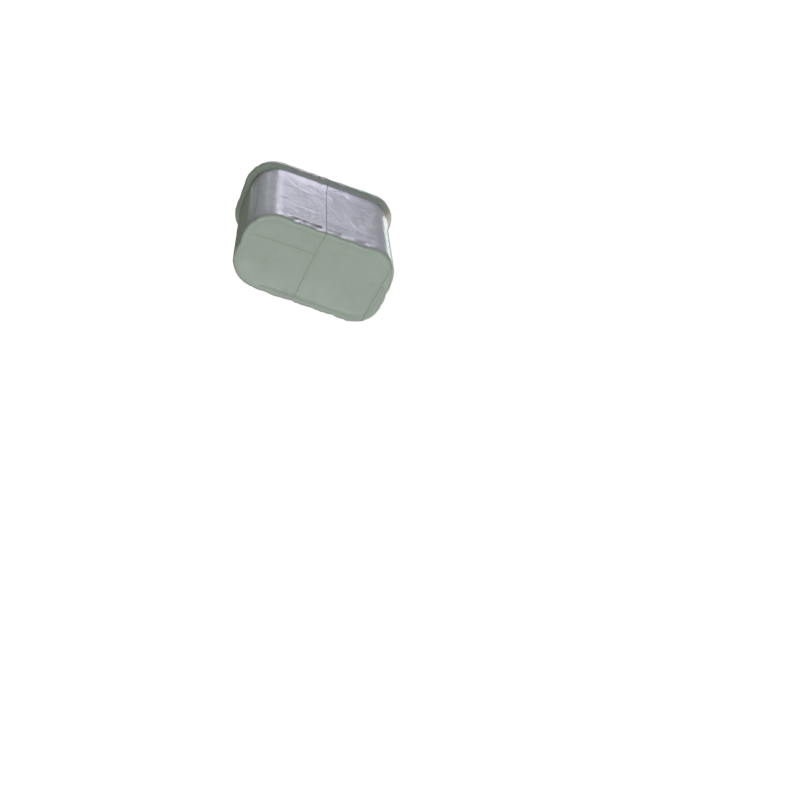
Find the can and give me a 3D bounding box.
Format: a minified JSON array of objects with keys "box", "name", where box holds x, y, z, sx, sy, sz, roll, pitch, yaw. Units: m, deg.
[{"box":[-0.055,-0.101,0.704,0.100,0.055,0.089,18,27,-11],"name":"can"}]
